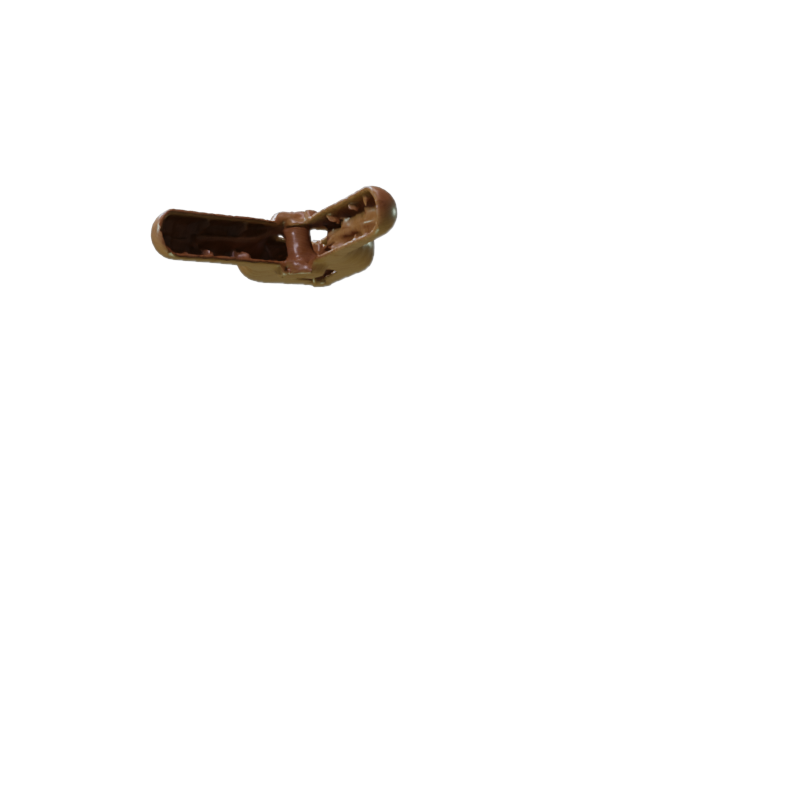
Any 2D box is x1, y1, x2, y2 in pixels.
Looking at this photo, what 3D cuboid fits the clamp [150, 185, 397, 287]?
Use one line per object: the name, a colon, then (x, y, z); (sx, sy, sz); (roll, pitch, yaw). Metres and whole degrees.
clamp: (-0.047, -0.086, 0.600); (0.123, 0.039, 0.167); (0, 2, 15)
